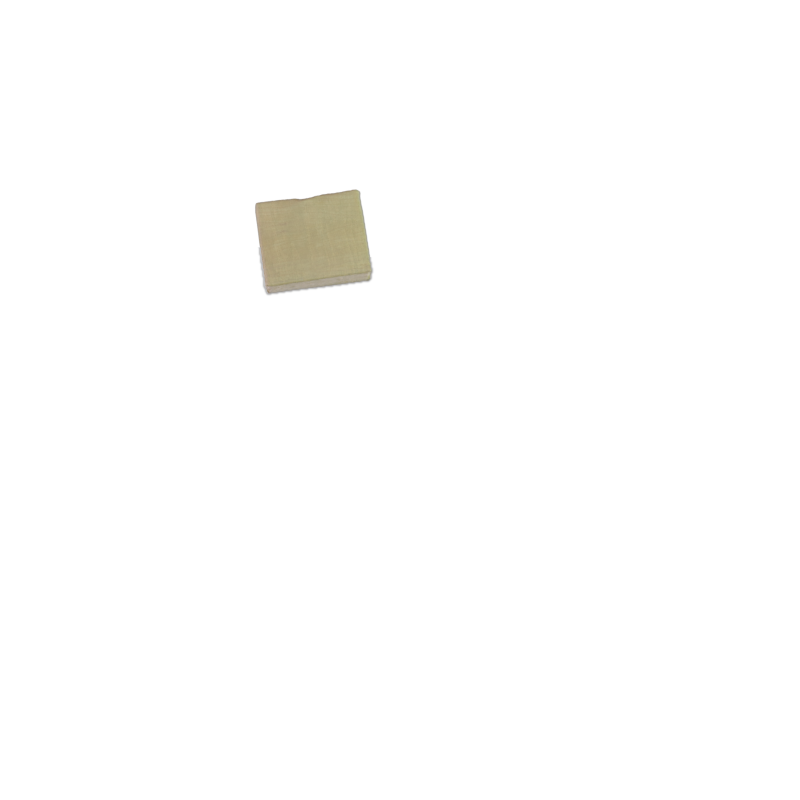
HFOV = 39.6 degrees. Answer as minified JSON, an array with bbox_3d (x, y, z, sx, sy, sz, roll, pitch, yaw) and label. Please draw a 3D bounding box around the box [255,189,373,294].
[{"bbox_3d":[-0.072,-0.131,0.915,0.089,0.076,0.029,-8,-17,-3],"label":"box"}]
